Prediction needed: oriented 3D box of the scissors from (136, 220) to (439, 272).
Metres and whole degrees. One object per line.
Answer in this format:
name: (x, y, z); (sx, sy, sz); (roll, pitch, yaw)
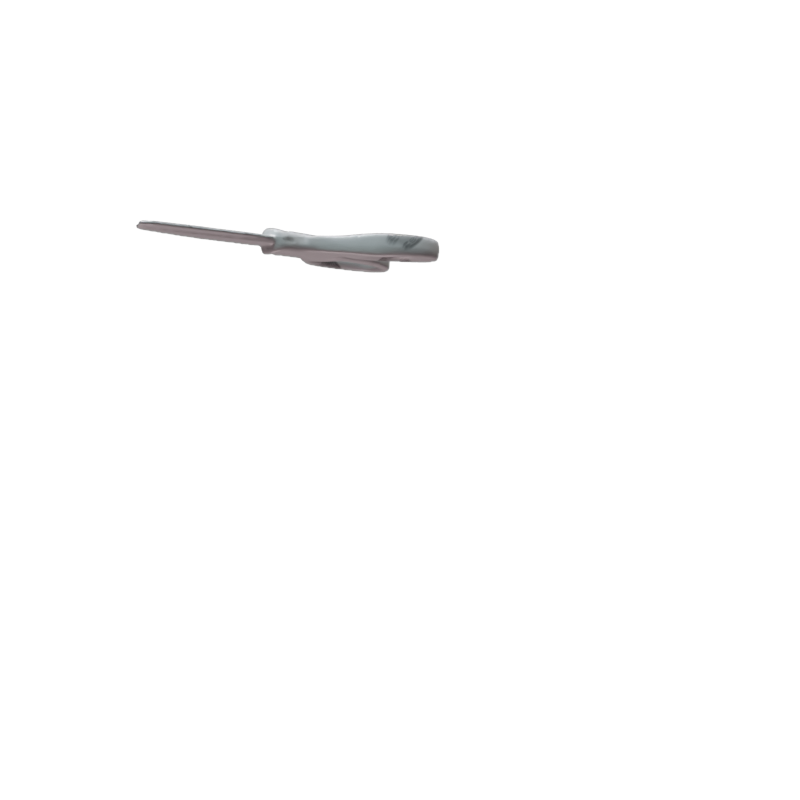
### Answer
scissors: (-0.050, -0.092, 0.645); (0.099, 0.016, 0.193); (0, 0, 30)
